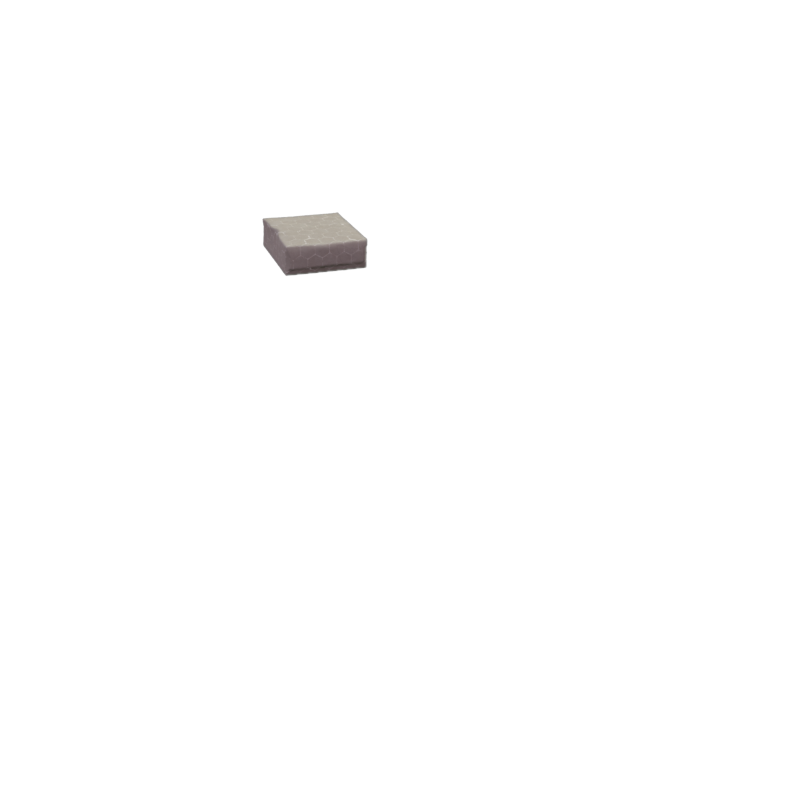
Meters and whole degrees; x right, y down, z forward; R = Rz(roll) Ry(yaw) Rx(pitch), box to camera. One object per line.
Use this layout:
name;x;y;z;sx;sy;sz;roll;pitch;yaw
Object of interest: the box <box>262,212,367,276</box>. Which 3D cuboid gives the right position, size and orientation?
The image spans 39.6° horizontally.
box;-0.076;-0.139;0.976;0.072;0.029;0.095;-7;25;-16
